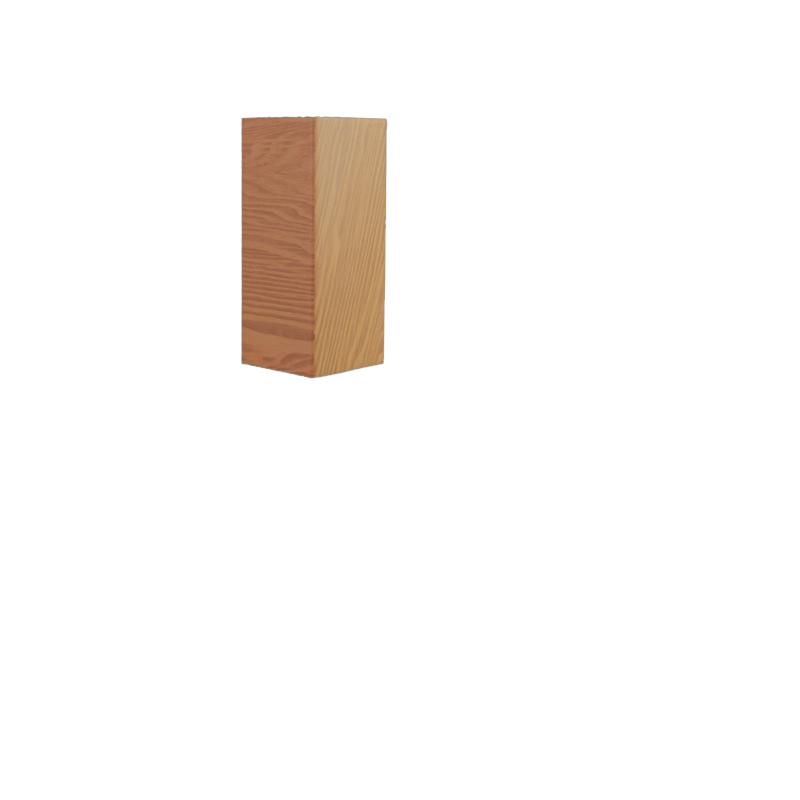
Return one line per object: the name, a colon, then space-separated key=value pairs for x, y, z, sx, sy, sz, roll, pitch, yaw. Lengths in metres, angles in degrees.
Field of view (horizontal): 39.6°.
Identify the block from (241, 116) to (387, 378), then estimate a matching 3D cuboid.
block: x=-0.072 y=-0.132 z=0.924 sx=0.095 sy=0.203 sz=0.087 roll=6 pitch=8 yaw=42
